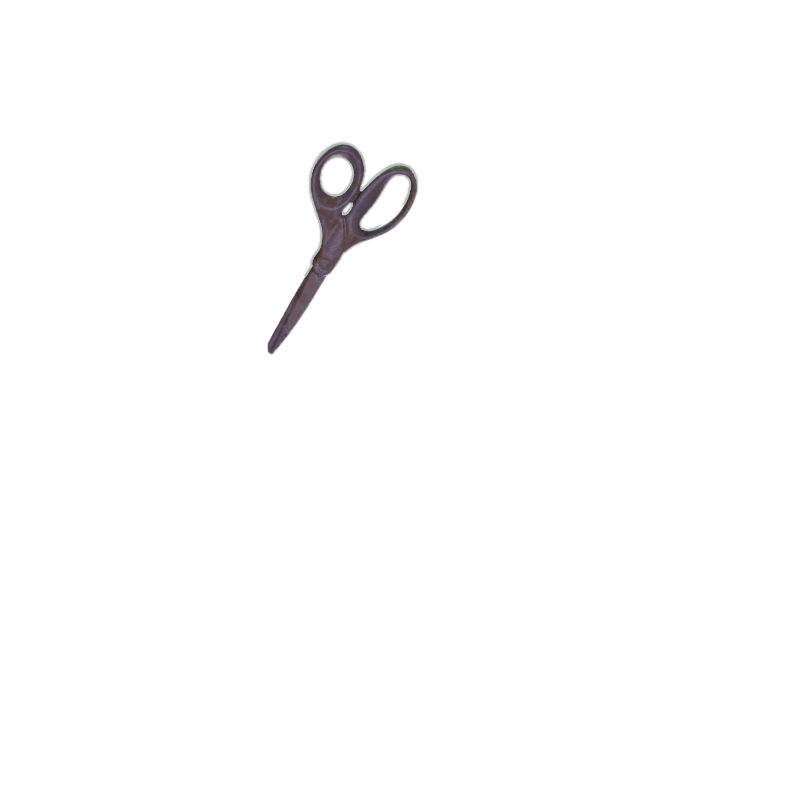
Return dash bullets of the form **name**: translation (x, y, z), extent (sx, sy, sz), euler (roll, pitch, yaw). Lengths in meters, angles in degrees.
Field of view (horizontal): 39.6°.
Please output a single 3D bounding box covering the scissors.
- **scissors**: translation (-0.073, -0.132, 0.927), extent (0.200, 0.092, 0.016), euler (-42, 16, 15)
